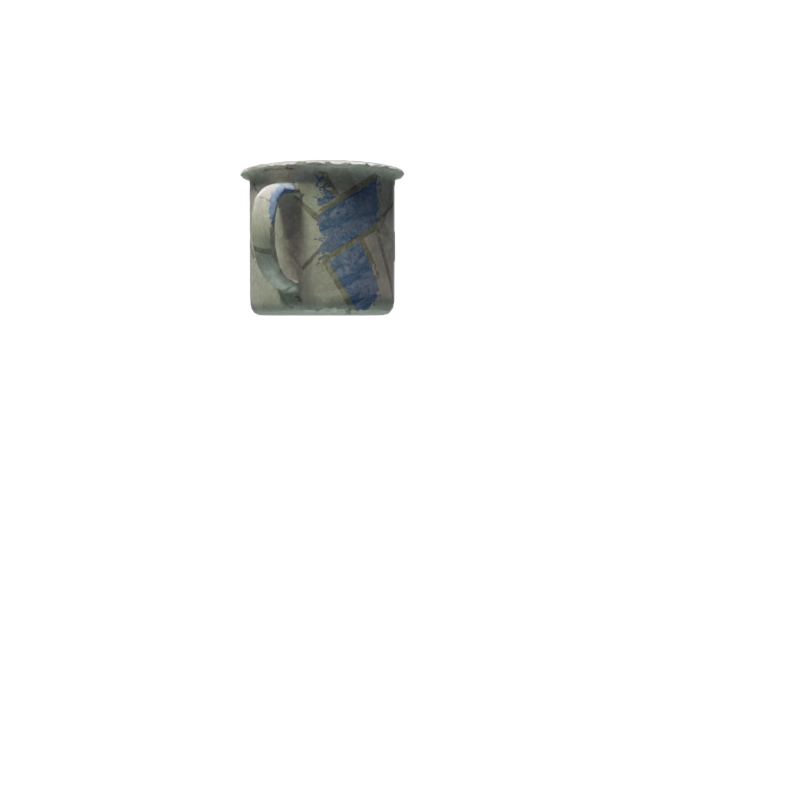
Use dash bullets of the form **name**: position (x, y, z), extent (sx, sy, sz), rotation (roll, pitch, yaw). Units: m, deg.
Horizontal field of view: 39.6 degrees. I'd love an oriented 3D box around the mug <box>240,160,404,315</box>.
- **mug**: position (-0.048, -0.088, 0.617), extent (0.096, 0.082, 0.113), rotation (0, 1, 22)
